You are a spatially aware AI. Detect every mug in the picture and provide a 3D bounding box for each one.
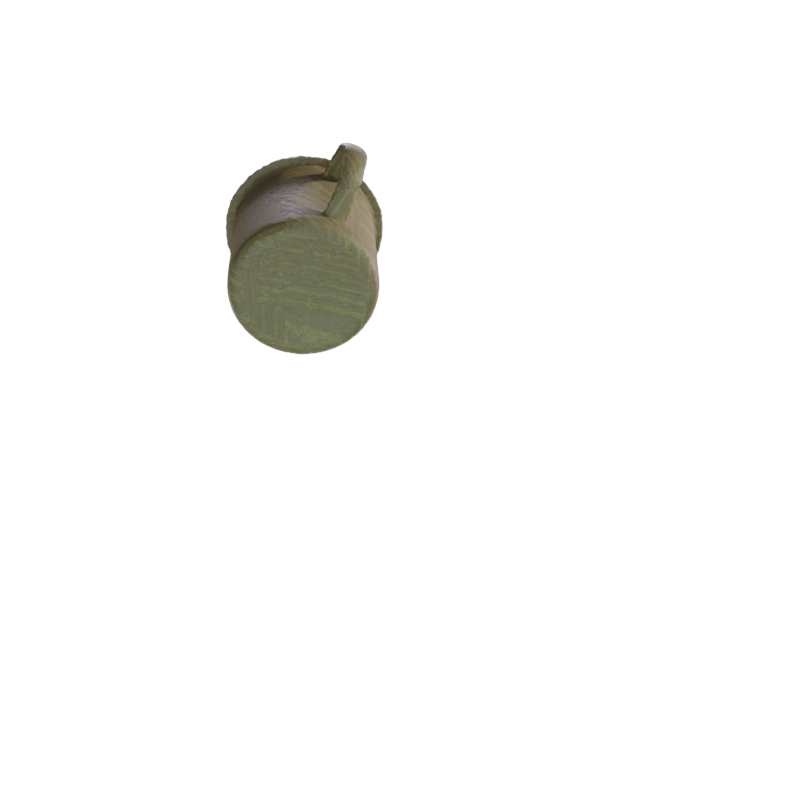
[{"bbox_3d":[-0.048,-0.088,0.616,0.091,0.114,0.086,25,25,-15],"label":"mug"}]
